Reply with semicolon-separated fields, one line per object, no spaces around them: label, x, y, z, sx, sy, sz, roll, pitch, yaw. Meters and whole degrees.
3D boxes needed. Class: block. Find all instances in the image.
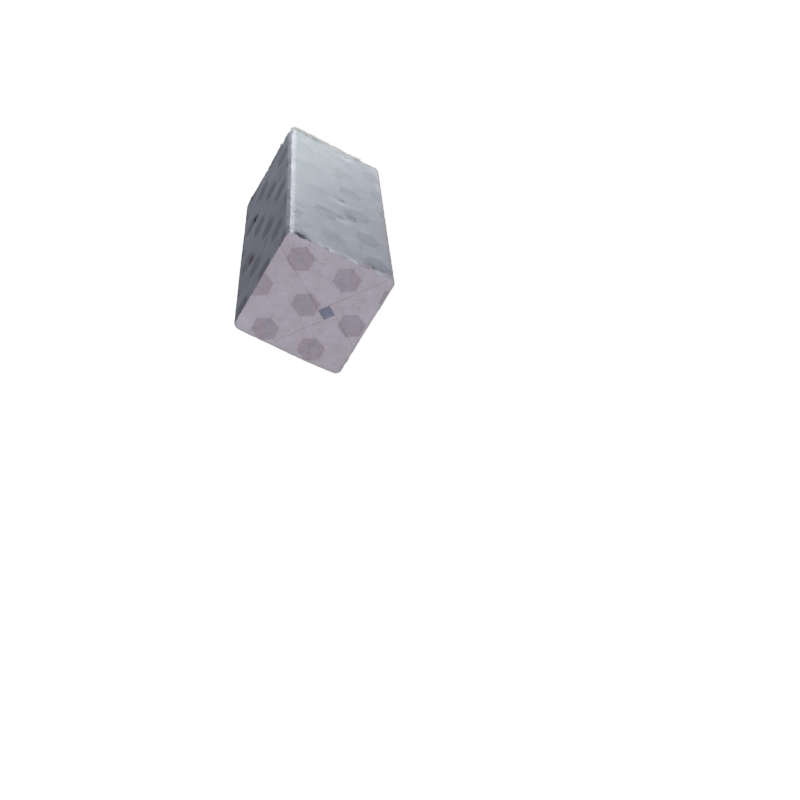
block;-0.070;-0.127;0.888;0.087;0.088;0.219;24;28;-18
